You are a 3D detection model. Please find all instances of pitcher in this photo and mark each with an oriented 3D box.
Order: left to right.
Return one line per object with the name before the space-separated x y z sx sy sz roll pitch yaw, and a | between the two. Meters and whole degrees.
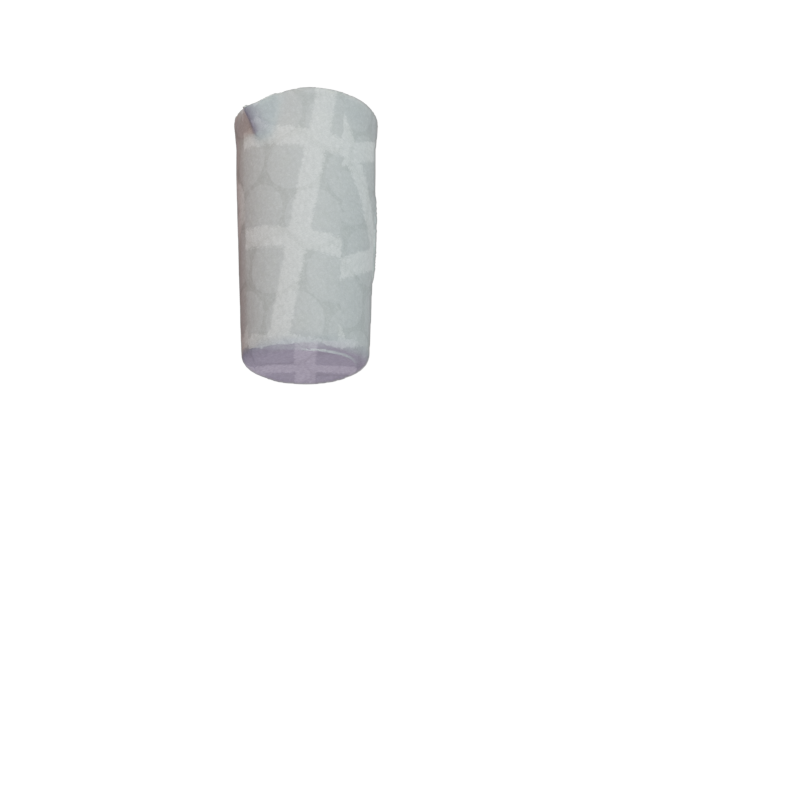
pitcher | -0.077 -0.141 0.985 0.147 0.256 0.140 4 -23 -13
